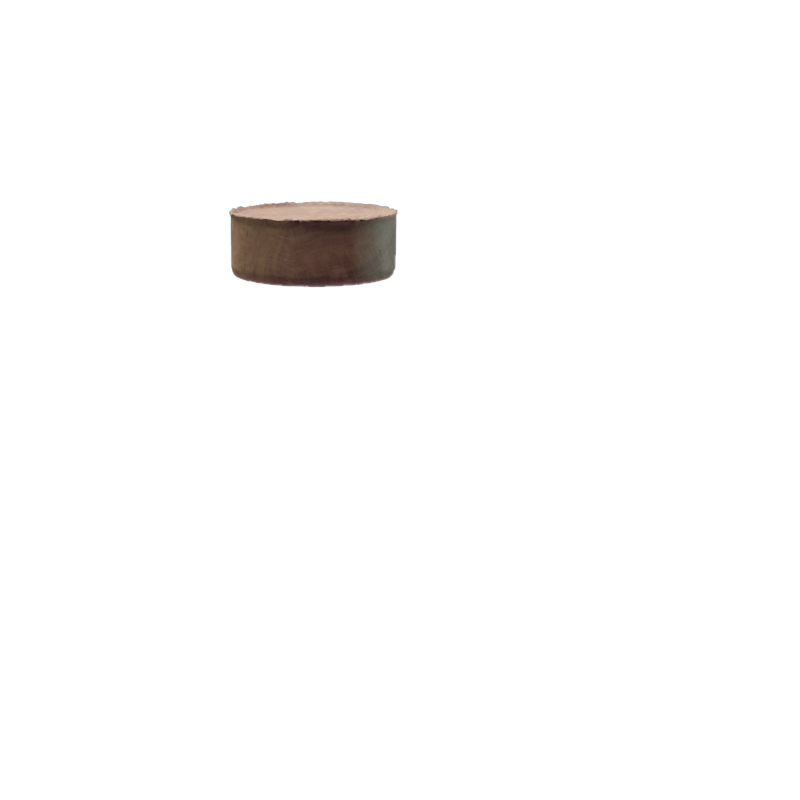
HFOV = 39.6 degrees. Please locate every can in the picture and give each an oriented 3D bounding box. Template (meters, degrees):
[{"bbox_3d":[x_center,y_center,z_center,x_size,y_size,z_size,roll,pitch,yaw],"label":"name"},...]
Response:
[{"bbox_3d":[-0.044,-0.081,0.568,0.086,0.033,0.088,0,15,-2],"label":"can"}]
